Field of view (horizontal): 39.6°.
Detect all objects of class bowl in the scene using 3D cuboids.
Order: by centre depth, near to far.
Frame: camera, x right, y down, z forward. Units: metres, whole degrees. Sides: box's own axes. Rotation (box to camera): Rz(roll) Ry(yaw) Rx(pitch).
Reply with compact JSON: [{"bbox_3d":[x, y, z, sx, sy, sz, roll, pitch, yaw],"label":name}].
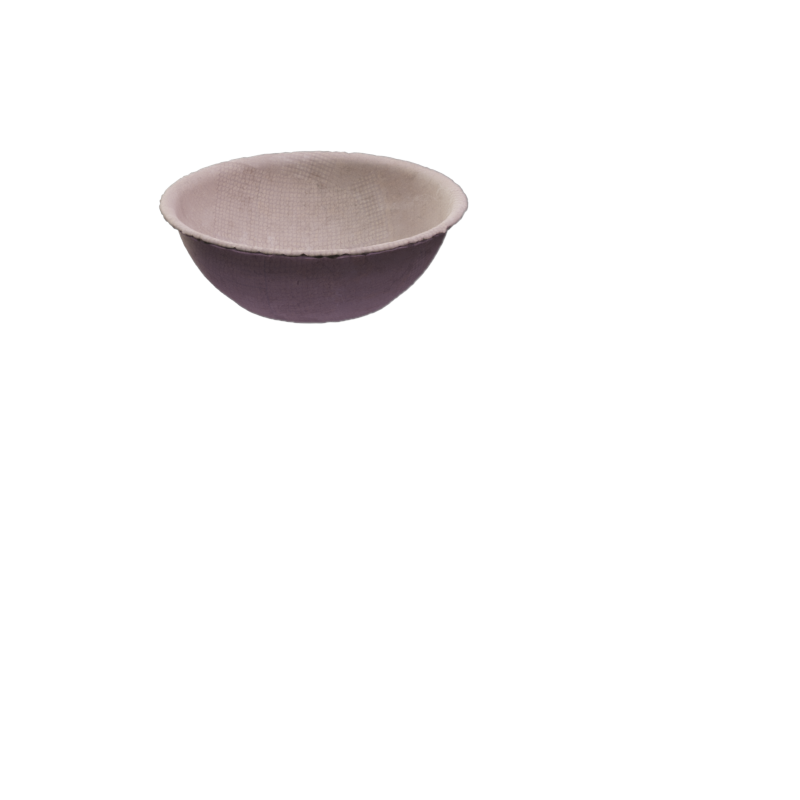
[{"bbox_3d":[-0.046,-0.085,0.593,0.162,0.052,0.171,-1,28,-2],"label":"bowl"}]
